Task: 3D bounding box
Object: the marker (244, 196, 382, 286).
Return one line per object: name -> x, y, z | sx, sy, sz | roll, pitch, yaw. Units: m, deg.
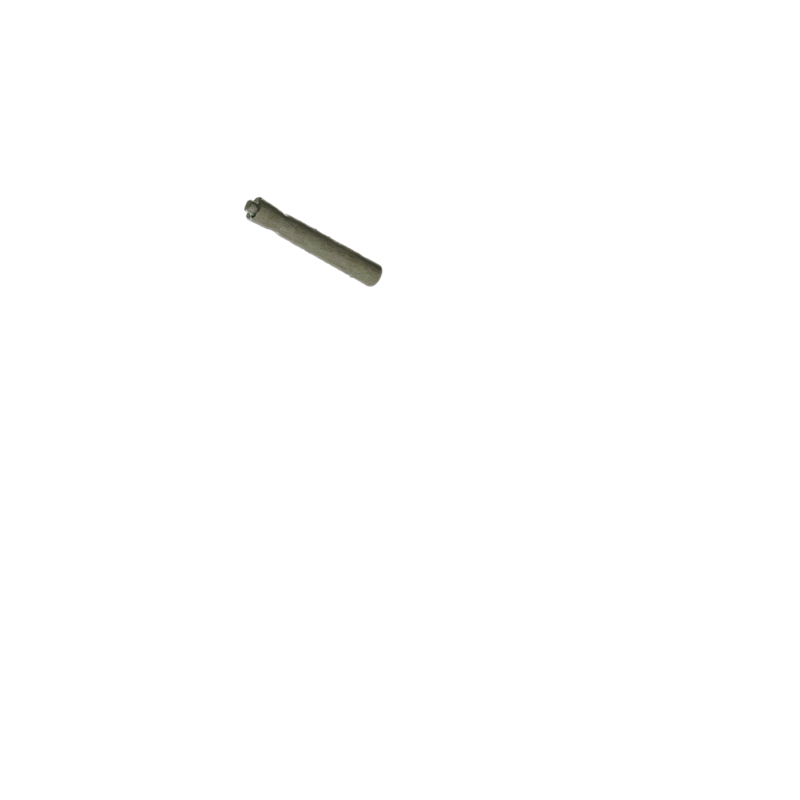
marker -> -0.064, -0.116, 0.814 | 0.114, 0.020, 0.020 | 26, -11, -29
